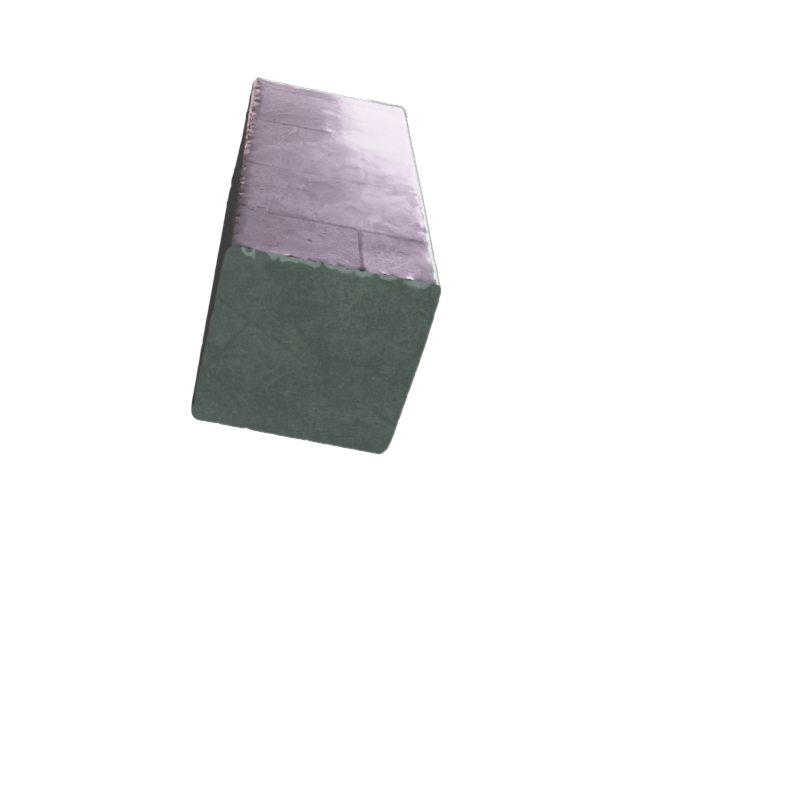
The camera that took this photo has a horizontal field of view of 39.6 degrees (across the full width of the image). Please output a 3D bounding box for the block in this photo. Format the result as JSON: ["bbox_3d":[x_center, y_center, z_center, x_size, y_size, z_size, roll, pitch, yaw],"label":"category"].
[{"bbox_3d":[-0.043,-0.078,0.552,0.089,0.086,0.220,10,31,-10],"label":"block"}]
